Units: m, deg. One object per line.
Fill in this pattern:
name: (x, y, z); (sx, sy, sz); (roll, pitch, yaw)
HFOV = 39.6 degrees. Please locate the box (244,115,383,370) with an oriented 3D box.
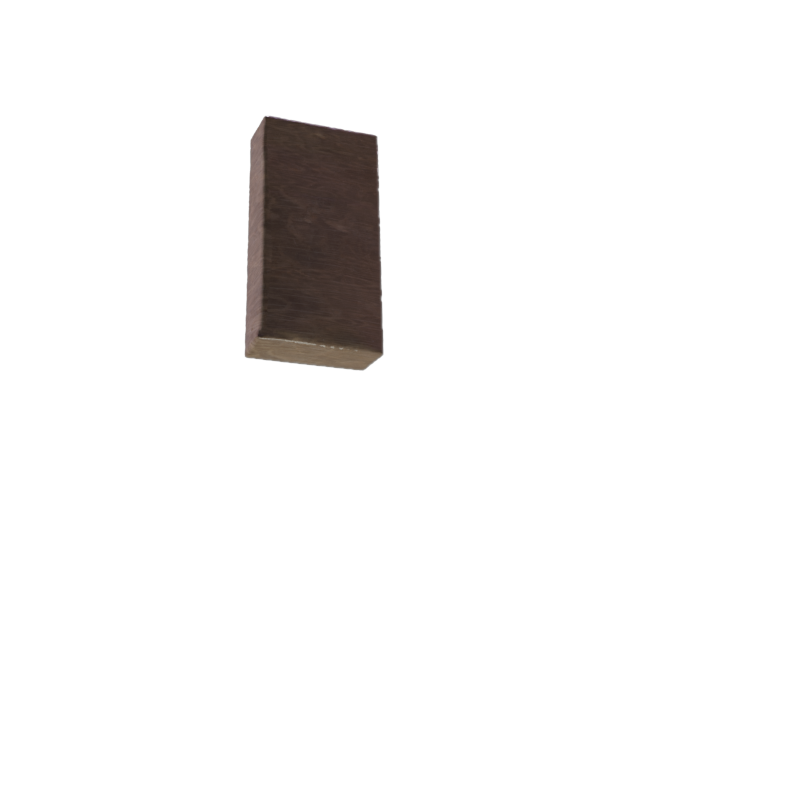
box: (-0.063, -0.115, 0.805); (0.091, 0.186, 0.047); (7, -27, -19)
